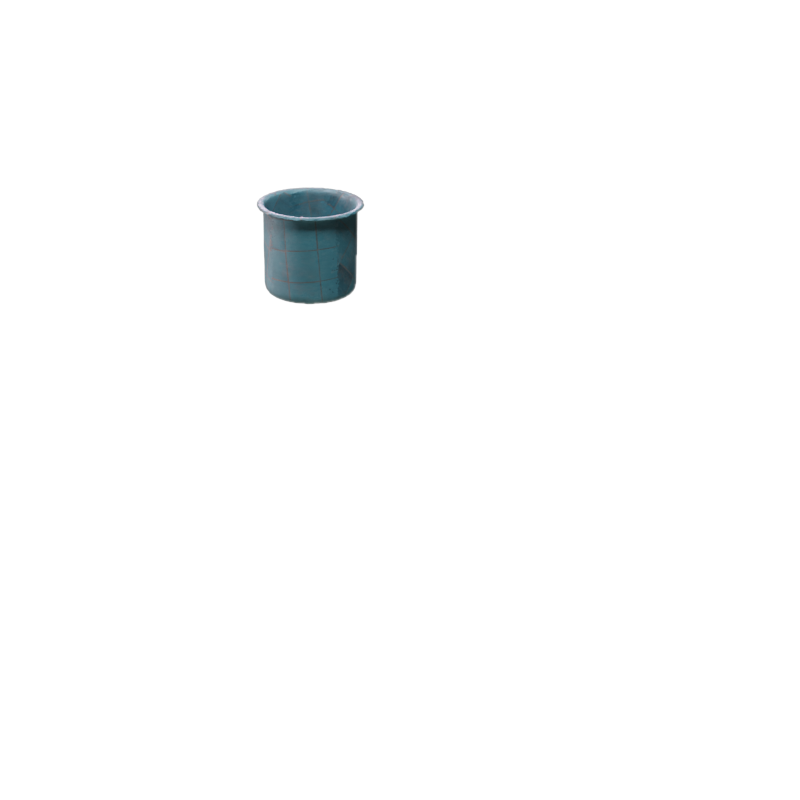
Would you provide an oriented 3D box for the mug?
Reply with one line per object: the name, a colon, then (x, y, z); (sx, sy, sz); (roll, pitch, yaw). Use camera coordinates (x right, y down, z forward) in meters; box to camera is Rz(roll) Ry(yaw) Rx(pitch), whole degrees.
mug: (-0.077, -0.141, 0.986); (0.094, 0.078, 0.121); (4, 25, 8)
